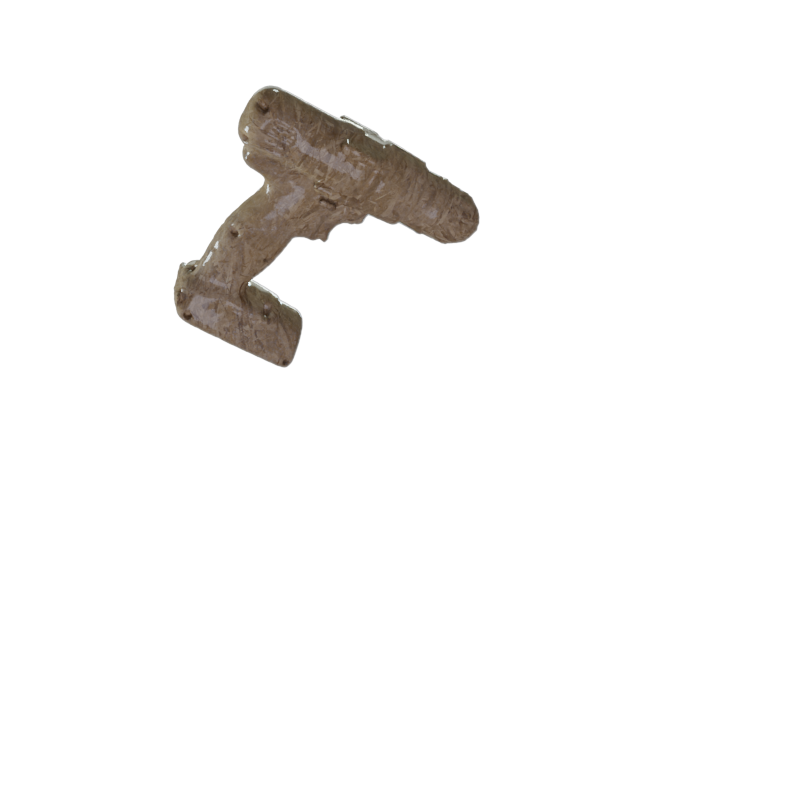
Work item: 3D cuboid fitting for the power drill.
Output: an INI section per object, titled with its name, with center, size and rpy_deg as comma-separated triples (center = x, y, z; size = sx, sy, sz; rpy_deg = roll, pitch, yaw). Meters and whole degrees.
[power drill]
center = -0.062, -0.113, 0.790
size = 0.178, 0.183, 0.061
rpy_deg = 28, 27, -17
